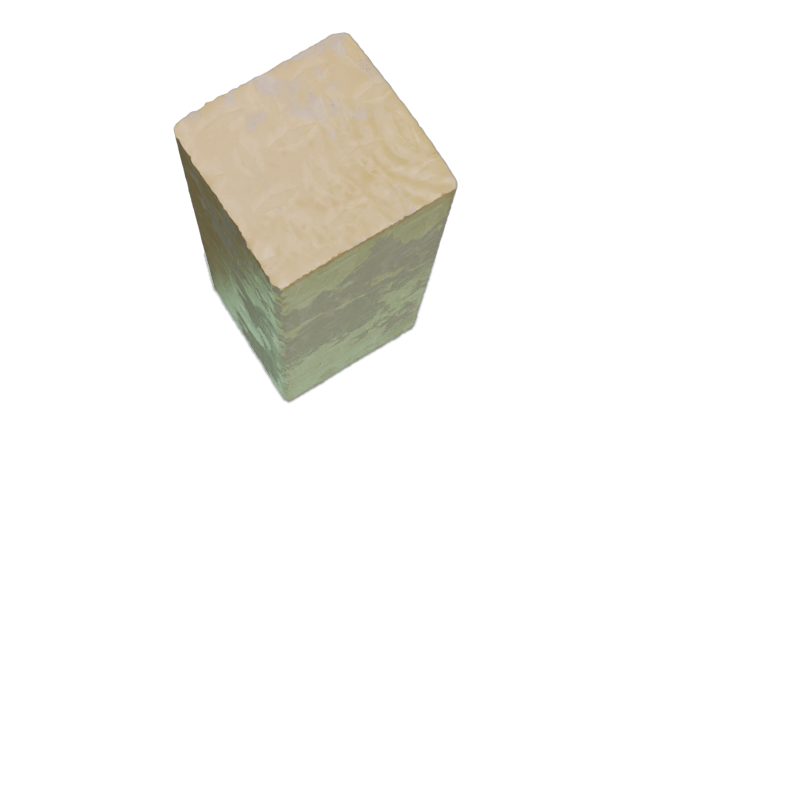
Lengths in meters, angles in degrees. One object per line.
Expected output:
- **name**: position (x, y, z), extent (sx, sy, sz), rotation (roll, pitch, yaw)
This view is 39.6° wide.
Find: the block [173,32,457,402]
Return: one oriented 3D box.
- **block**: position (-0.044, -0.080, 0.554), extent (0.091, 0.094, 0.199), rotation (-32, -10, -11)
